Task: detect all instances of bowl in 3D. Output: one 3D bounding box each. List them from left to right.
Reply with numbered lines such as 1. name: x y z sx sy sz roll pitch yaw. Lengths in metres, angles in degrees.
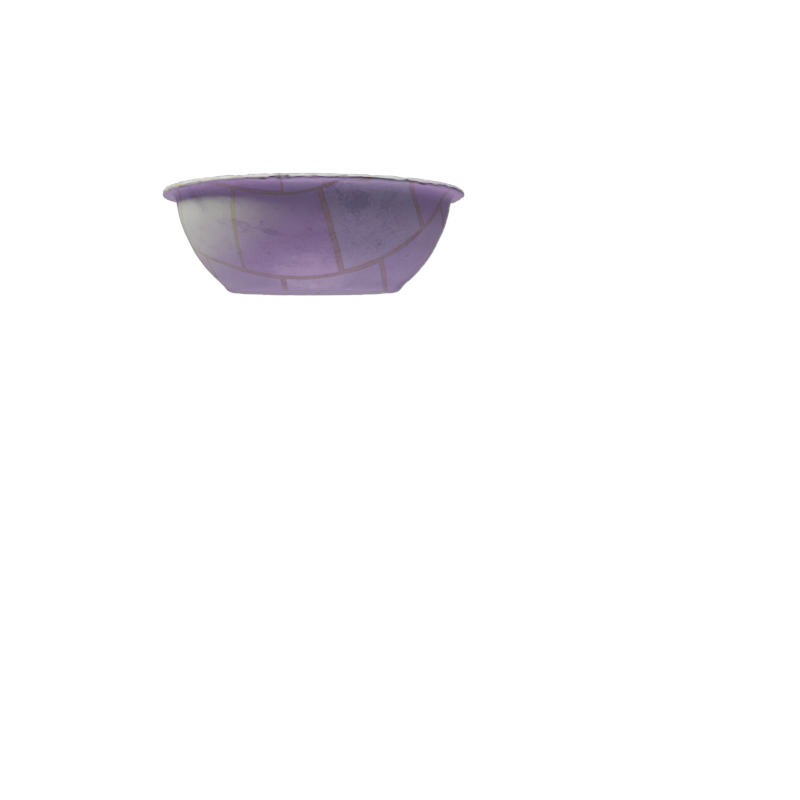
1. bowl: -0.047 -0.085 0.595 0.162 0.055 0.162 0 3 -2
